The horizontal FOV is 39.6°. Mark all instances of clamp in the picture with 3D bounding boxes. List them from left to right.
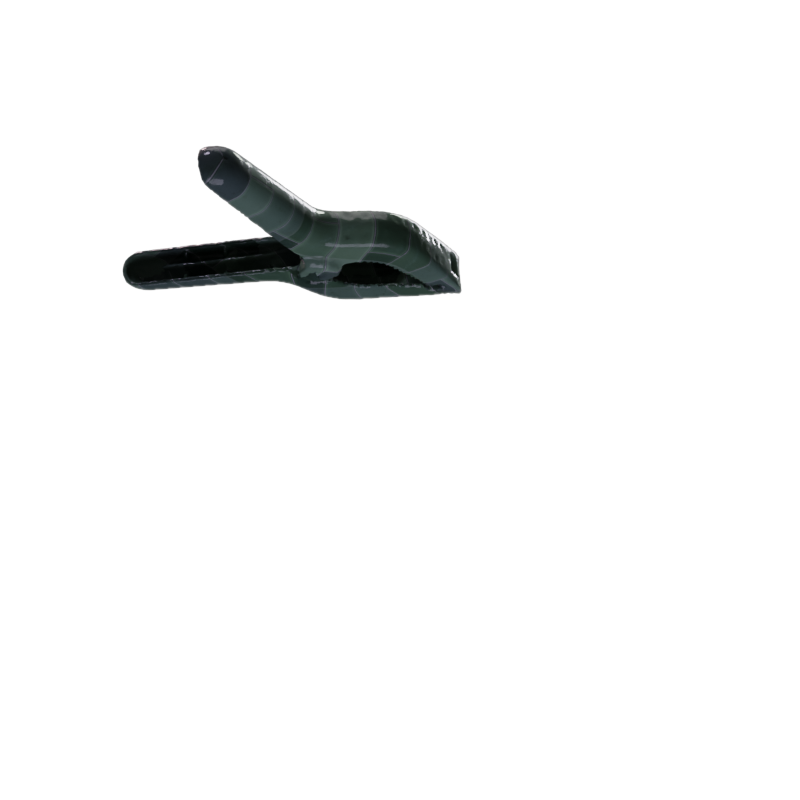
[{"bbox_3d":[-0.053,-0.096,0.673,0.205,0.038,0.161,6,-19,-17],"label":"clamp"}]
